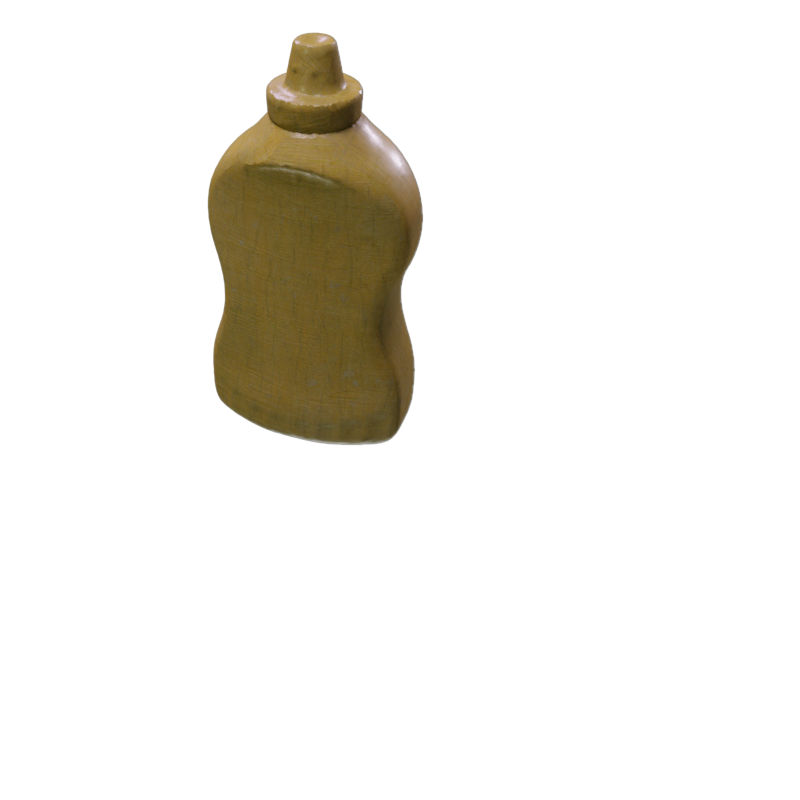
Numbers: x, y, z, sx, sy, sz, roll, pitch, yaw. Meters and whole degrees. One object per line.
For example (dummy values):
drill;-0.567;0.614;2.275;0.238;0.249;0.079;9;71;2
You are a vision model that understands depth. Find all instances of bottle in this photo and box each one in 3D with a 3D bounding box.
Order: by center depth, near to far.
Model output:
bottle;-0.039;-0.072;0.502;0.099;0.180;0.060;14;35;17
